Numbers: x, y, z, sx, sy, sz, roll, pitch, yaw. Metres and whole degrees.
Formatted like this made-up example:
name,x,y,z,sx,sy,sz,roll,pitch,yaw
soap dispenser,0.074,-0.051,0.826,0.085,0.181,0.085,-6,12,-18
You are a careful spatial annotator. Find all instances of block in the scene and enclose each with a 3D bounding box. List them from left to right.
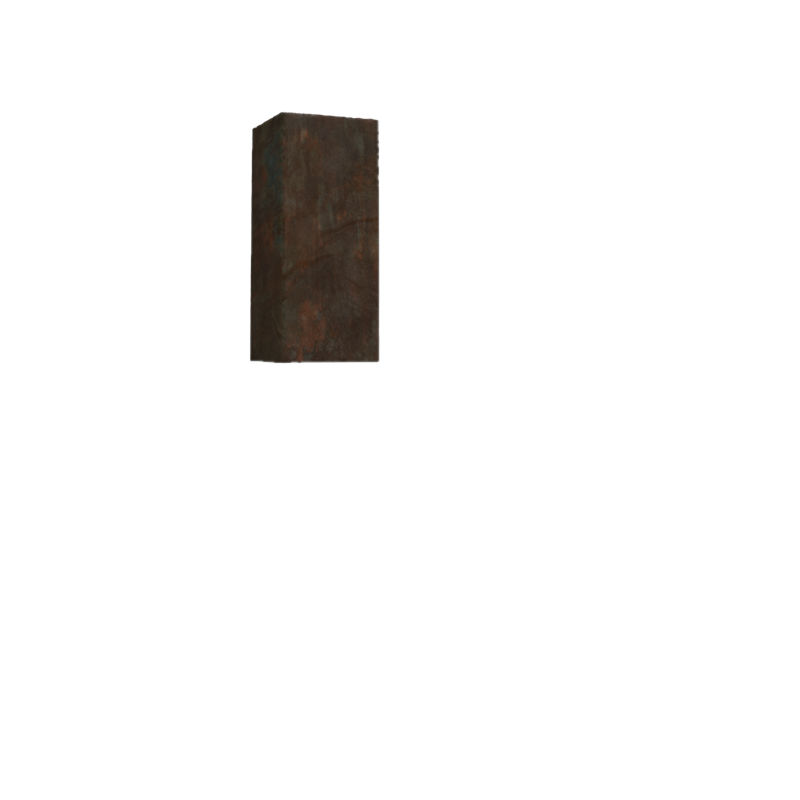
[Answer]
name,x,y,z,sx,sy,sz,roll,pitch,yaw
block,-0.075,-0.137,0.958,0.088,0.208,0.092,1,-4,-23
